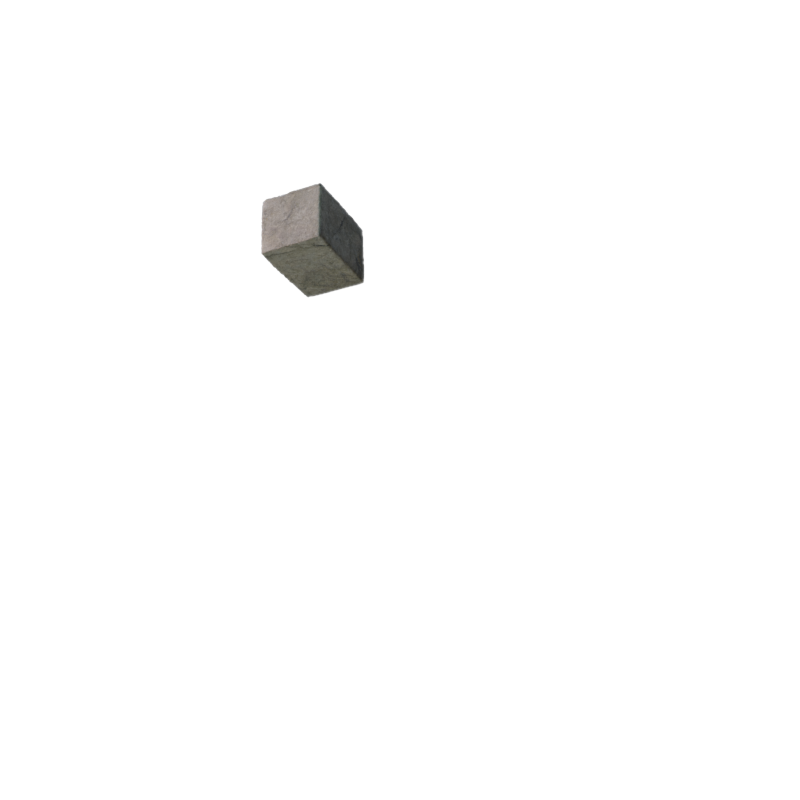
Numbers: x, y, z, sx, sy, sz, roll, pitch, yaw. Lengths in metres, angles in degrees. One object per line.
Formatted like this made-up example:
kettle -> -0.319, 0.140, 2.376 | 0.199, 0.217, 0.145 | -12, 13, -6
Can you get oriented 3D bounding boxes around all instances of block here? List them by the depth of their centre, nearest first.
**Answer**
block -> -0.068, -0.124, 0.868 | 0.053, 0.055, 0.072 | -14, -31, 22
